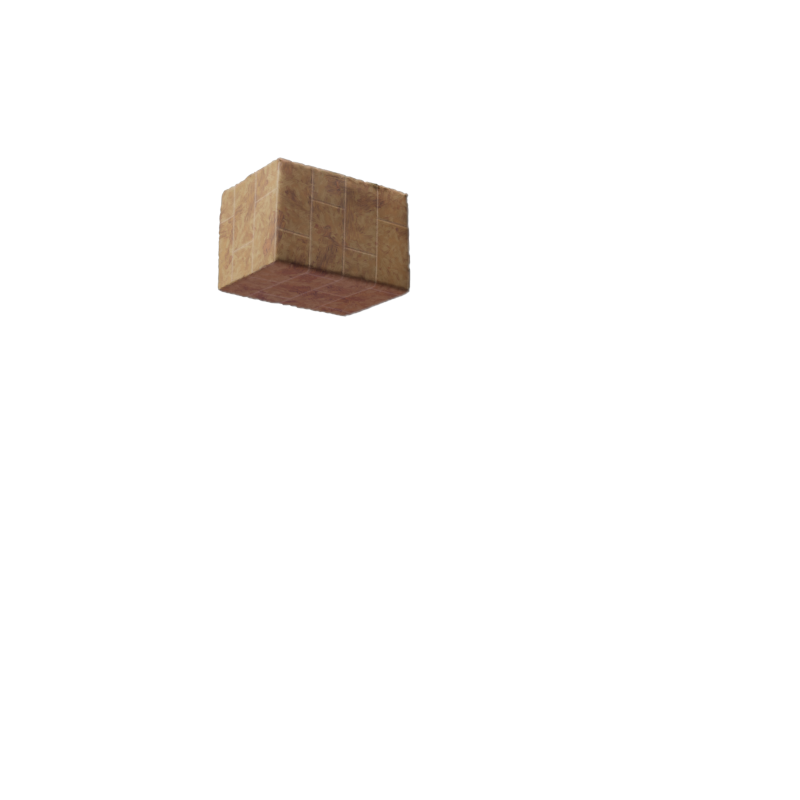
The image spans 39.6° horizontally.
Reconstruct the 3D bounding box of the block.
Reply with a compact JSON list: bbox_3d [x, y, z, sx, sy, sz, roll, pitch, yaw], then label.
[{"bbox_3d":[-0.041,-0.075,0.526,0.074,0.053,0.053,10,-19,-36],"label":"block"}]
